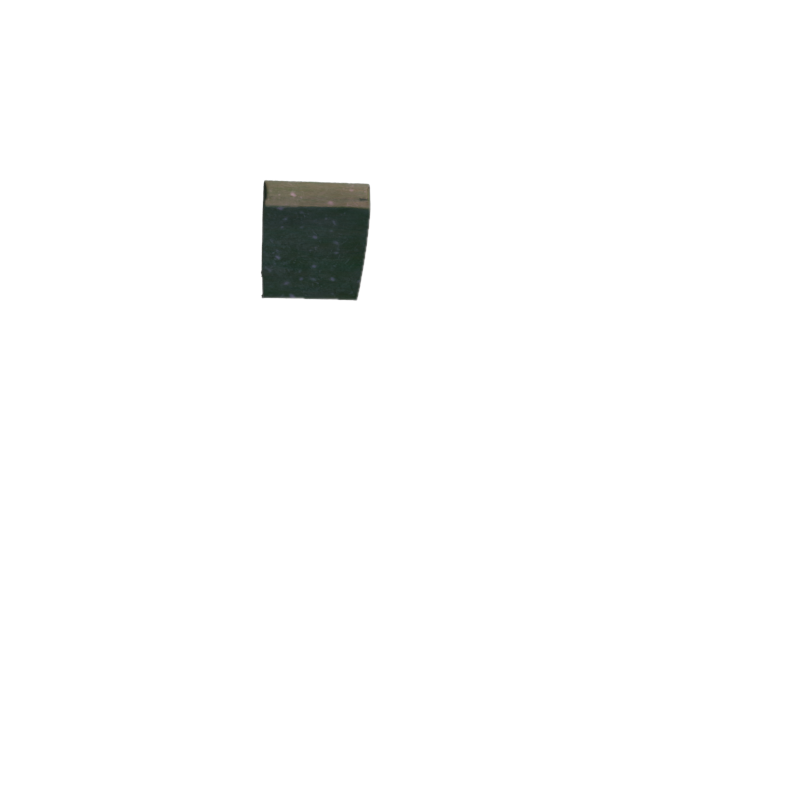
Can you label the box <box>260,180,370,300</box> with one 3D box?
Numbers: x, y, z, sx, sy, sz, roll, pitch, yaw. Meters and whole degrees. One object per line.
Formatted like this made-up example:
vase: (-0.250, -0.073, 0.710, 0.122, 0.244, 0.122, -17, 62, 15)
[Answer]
box: (-0.074, -0.136, 0.952, 0.089, 0.042, 0.106, 3, -45, -4)
